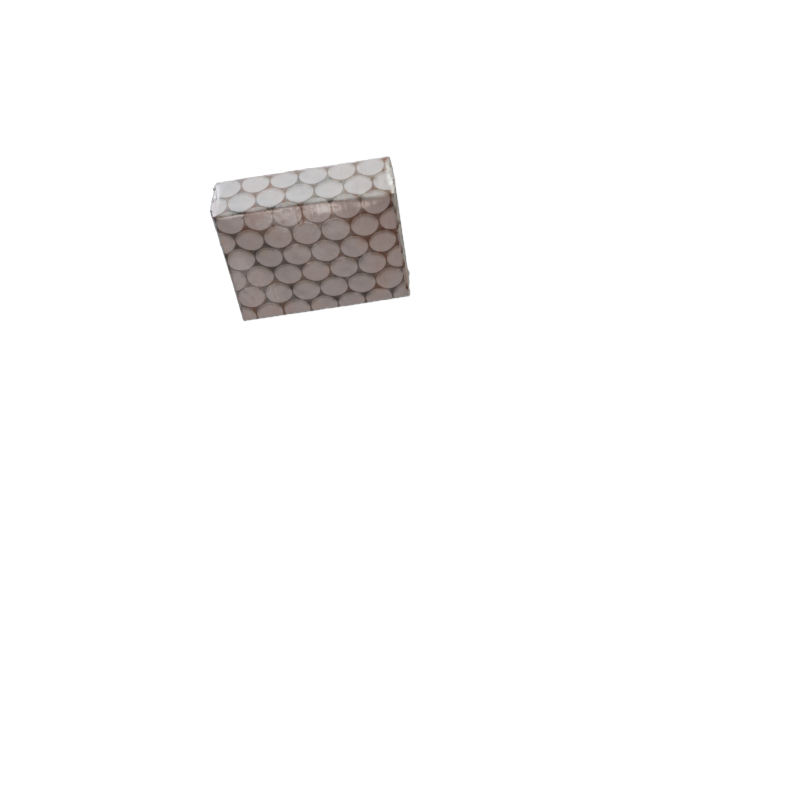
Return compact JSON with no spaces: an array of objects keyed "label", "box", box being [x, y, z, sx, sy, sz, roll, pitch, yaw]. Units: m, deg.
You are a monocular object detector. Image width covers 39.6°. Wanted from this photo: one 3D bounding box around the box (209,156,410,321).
[{"label":"box","box":[-0.054,-0.099,0.695,0.114,0.083,0.042,-6,44,5]}]
